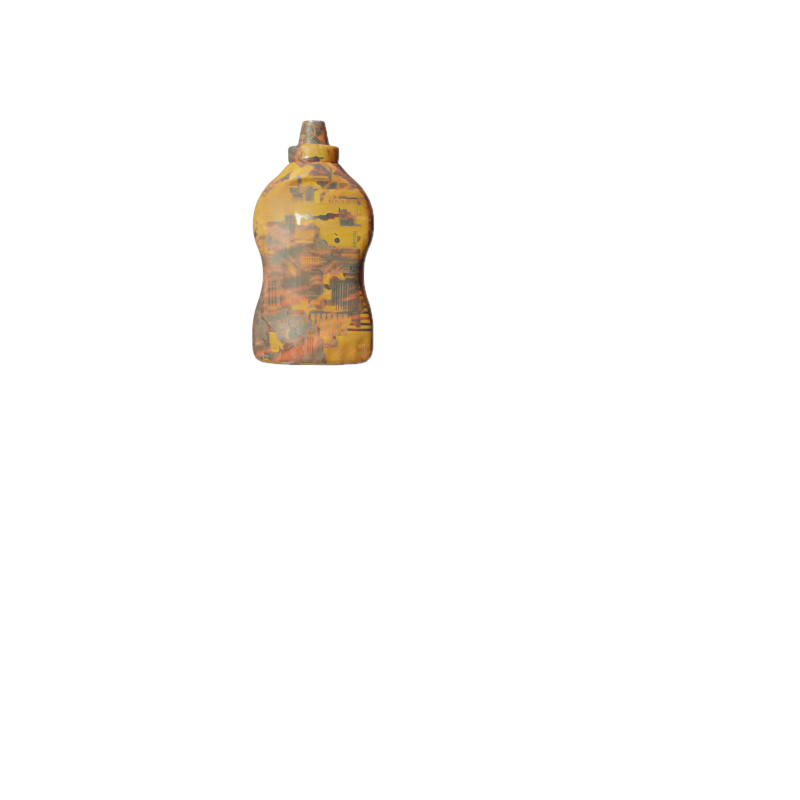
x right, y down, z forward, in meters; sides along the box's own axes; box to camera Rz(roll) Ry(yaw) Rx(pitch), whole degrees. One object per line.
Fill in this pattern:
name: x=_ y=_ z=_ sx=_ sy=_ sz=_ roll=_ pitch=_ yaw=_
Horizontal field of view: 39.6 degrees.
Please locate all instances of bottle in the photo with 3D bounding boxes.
bottle: x=-0.069 y=-0.126 z=0.883 sx=0.097 sy=0.191 sz=0.058 roll=0 pitch=2 yaw=5
